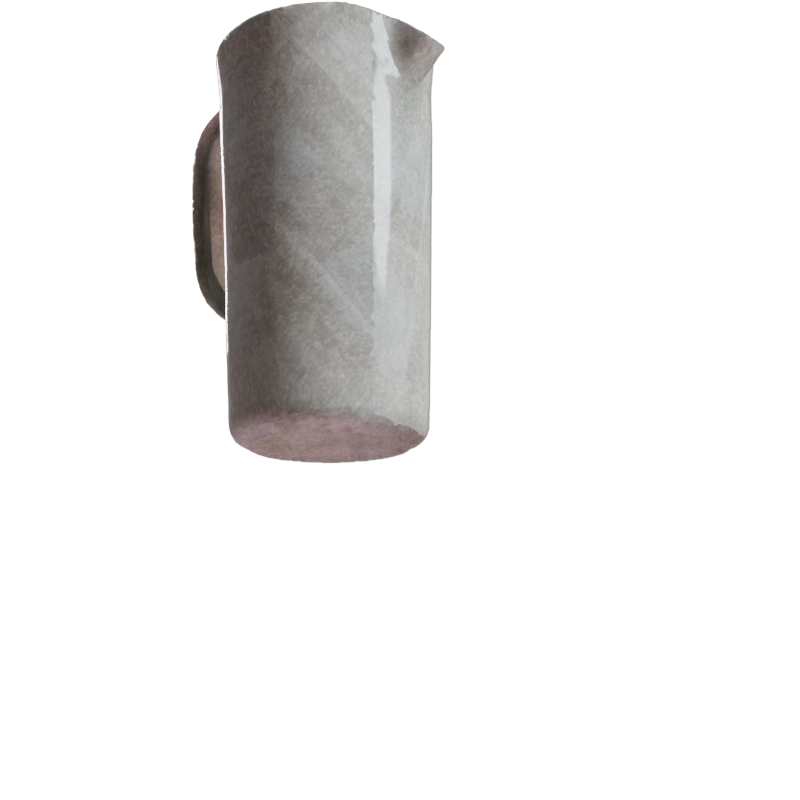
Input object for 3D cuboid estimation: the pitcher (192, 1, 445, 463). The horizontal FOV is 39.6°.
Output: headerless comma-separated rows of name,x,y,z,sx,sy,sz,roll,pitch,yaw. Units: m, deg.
pitcher,-0.050,-0.092,0.642,0.144,0.255,0.144,1,-19,-8
